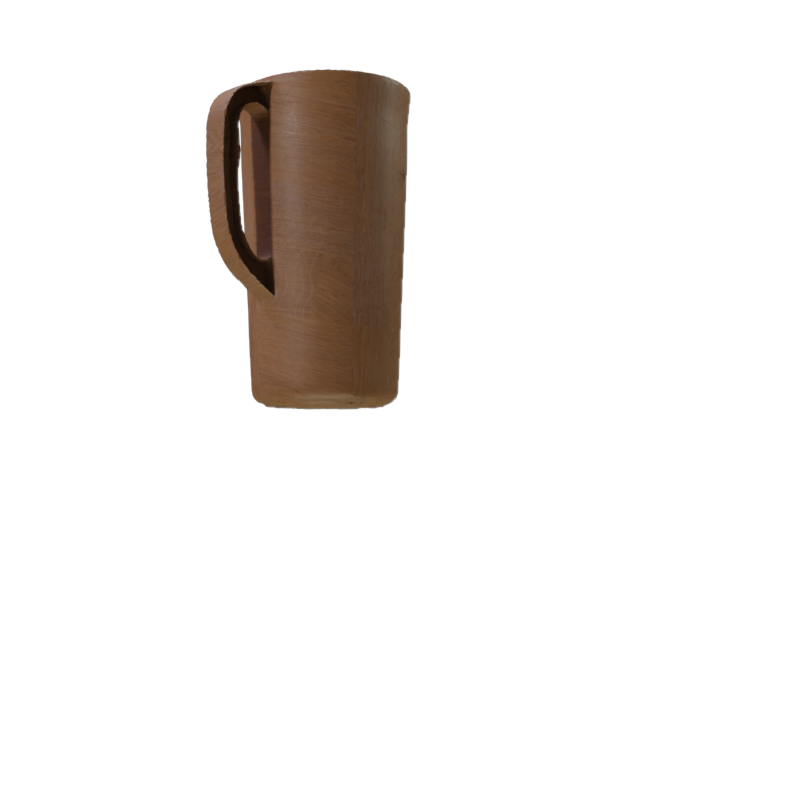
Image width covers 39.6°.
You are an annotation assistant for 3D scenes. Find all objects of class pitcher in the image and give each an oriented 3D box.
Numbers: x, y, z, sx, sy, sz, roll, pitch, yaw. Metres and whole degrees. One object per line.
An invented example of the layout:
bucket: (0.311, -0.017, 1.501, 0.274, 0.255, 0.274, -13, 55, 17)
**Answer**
pitcher: (-0.065, -0.118, 0.826, 0.149, 0.249, 0.142, 0, -9, -1)
